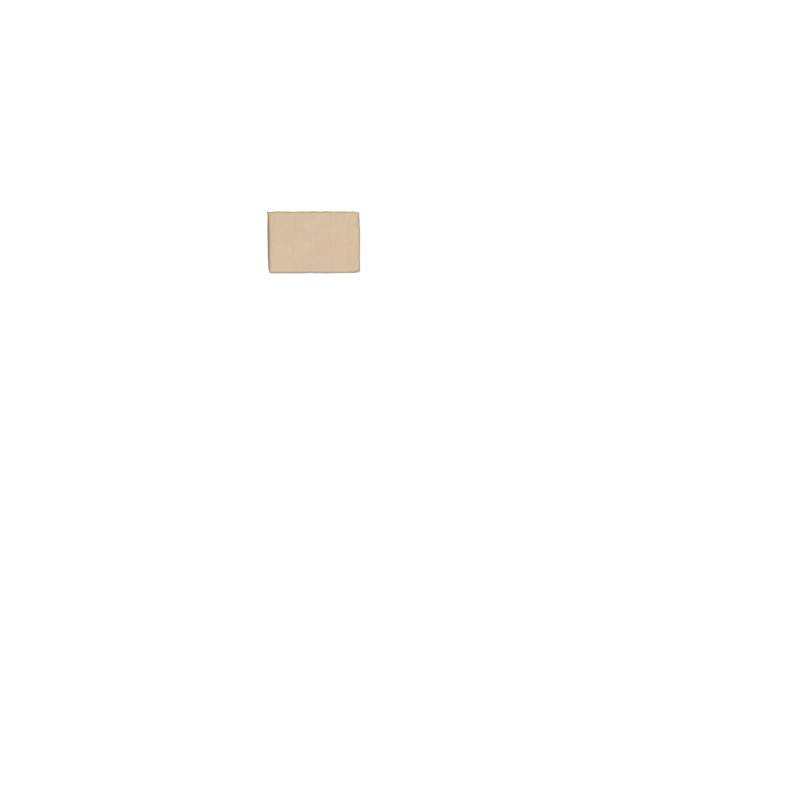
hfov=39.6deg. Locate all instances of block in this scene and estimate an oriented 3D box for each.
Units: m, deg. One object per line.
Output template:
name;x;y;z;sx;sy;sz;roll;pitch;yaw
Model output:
block;-0.073;-0.133;0.934;0.077;0.051;0.054;0;6;-5
